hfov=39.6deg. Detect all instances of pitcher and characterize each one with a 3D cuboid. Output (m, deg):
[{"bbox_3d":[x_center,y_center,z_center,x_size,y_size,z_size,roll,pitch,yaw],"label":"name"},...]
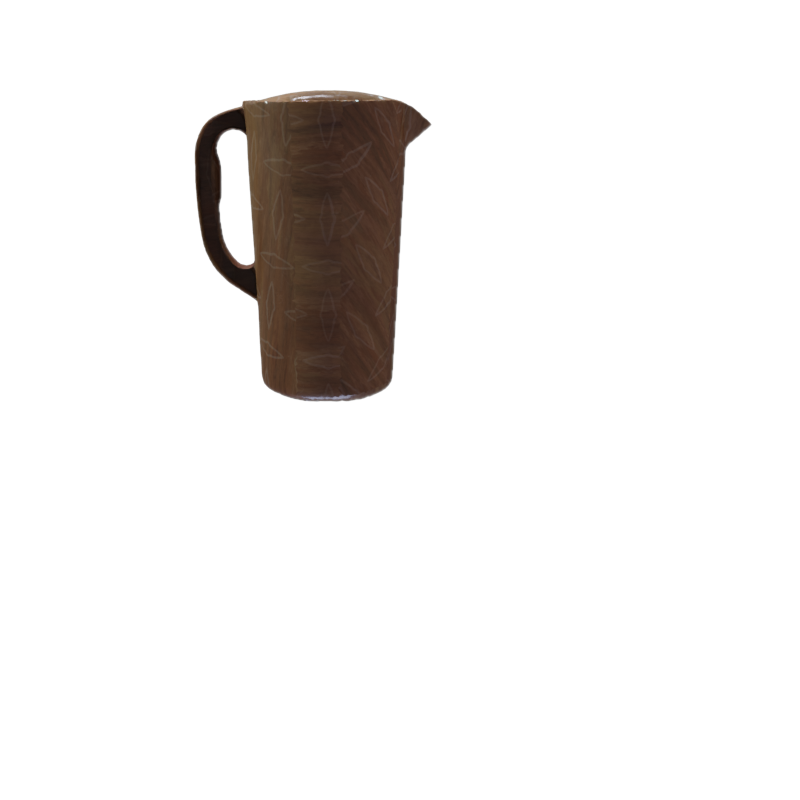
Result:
[{"bbox_3d":[-0.070,-0.128,0.899,0.157,0.238,0.141,10,14,44],"label":"pitcher"}]
